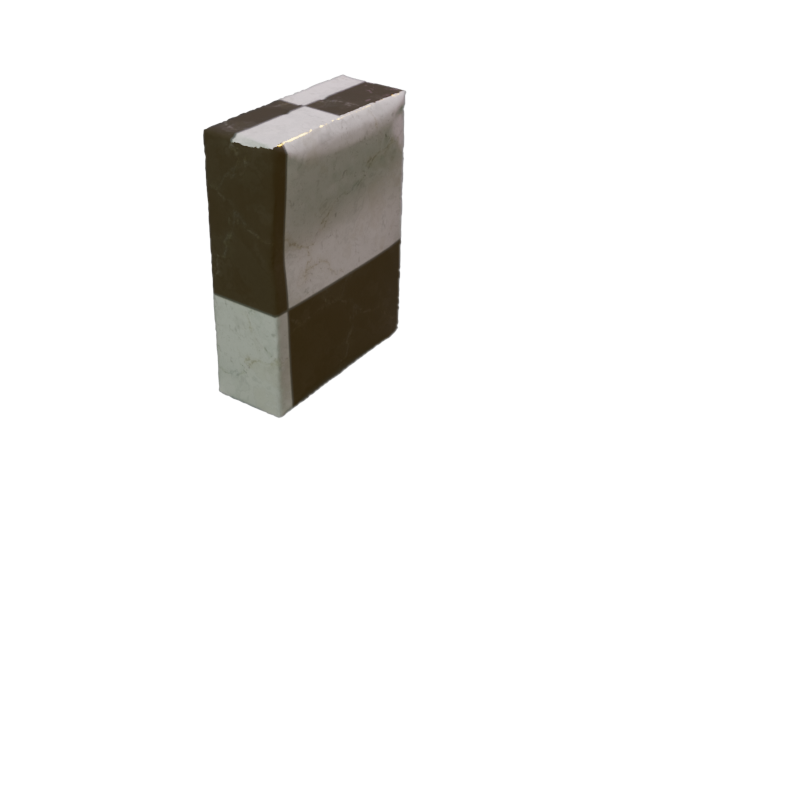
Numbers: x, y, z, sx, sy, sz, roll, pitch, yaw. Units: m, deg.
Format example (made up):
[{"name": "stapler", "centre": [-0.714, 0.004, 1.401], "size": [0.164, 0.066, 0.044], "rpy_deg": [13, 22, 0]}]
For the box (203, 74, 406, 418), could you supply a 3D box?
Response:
[{"name": "box", "centre": [-0.066, -0.120, 0.839], "size": [0.076, 0.202, 0.165], "rpy_deg": [19, 34, 29]}]
